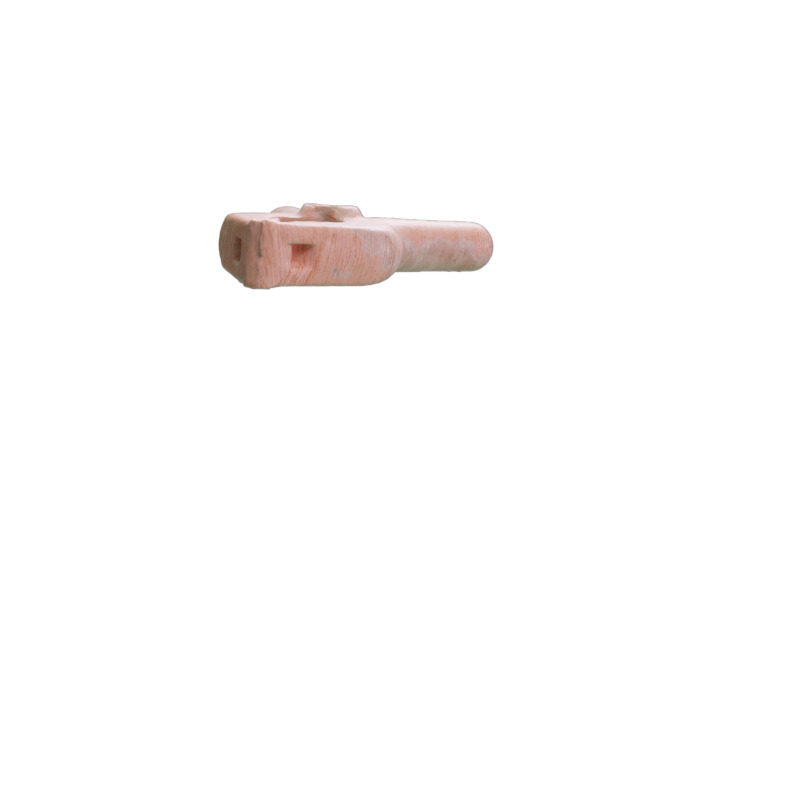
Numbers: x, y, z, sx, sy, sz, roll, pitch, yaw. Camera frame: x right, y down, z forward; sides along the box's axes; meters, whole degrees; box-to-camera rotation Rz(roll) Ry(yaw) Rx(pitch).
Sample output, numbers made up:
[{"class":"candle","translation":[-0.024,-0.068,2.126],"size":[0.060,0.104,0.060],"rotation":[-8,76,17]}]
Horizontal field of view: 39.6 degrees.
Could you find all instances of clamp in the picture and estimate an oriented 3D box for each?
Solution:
[{"class":"clamp","translation":[-0.040,-0.073,0.510],"size":[0.124,0.039,0.167],"rotation":[3,8,26]}]
